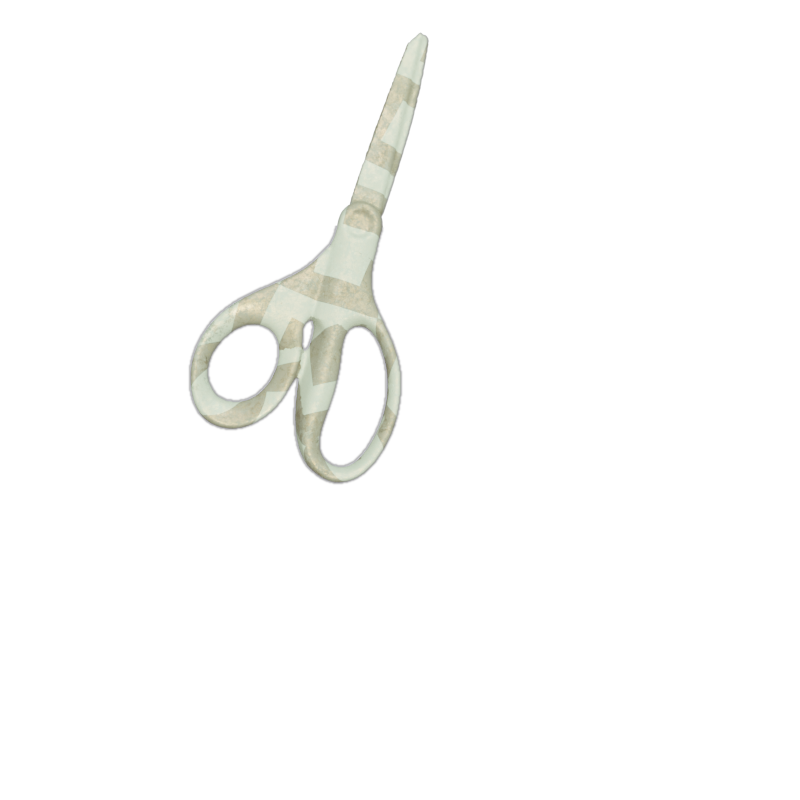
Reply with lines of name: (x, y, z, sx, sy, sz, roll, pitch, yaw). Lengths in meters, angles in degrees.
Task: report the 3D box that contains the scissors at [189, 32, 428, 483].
scissors: (-0.037, -0.068, 0.475, 0.096, 0.210, 0.015, 1, -17, 0)
